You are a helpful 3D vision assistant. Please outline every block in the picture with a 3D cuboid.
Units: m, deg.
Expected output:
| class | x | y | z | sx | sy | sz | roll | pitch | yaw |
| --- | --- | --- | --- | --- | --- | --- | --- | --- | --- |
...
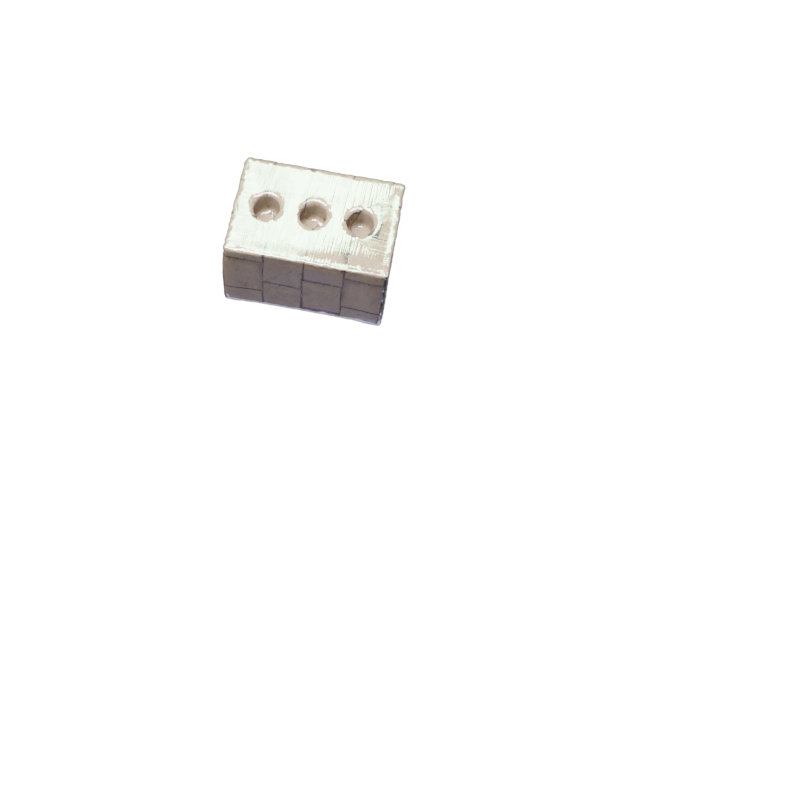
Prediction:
| class | x | y | z | sx | sy | sz | roll | pitch | yaw |
| --- | --- | --- | --- | --- | --- | --- | --- | --- | --- |
| block | -0.041 | -0.075 | 0.524 | 0.079 | 0.055 | 0.048 | 10 | -26 | 4 |
